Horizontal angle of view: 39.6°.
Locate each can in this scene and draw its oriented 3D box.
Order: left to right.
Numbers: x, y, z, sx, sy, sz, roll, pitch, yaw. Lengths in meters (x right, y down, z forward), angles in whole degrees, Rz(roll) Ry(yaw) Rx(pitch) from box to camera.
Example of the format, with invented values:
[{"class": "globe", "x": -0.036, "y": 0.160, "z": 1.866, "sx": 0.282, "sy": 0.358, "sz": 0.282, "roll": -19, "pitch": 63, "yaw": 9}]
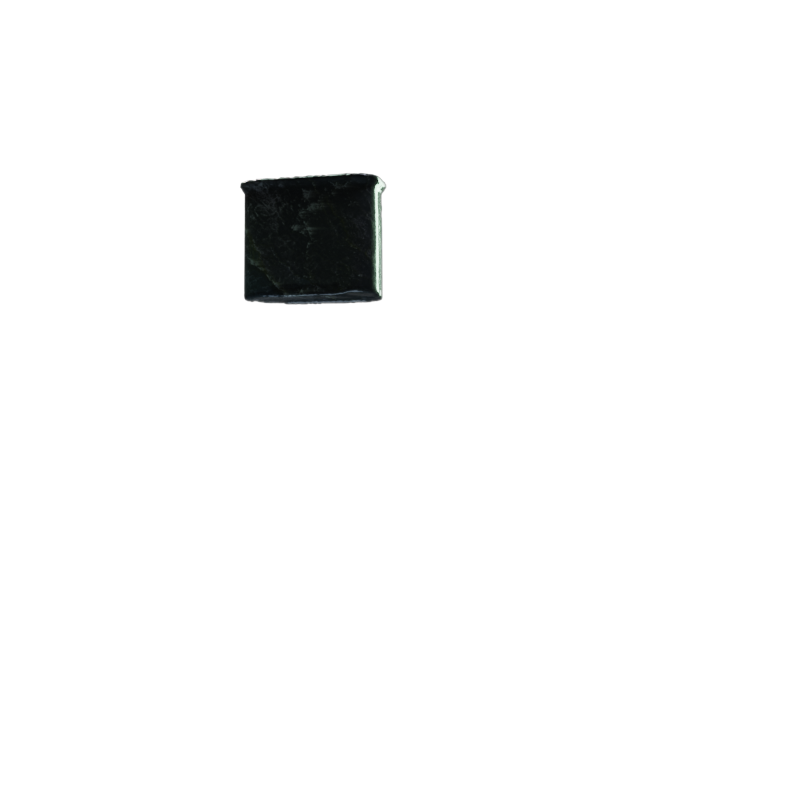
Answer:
[{"class": "can", "x": -0.062, "y": -0.112, "z": 0.786, "sx": 0.104, "sy": 0.086, "sz": 0.055, "roll": -1, "pitch": -7, "yaw": 13}]
